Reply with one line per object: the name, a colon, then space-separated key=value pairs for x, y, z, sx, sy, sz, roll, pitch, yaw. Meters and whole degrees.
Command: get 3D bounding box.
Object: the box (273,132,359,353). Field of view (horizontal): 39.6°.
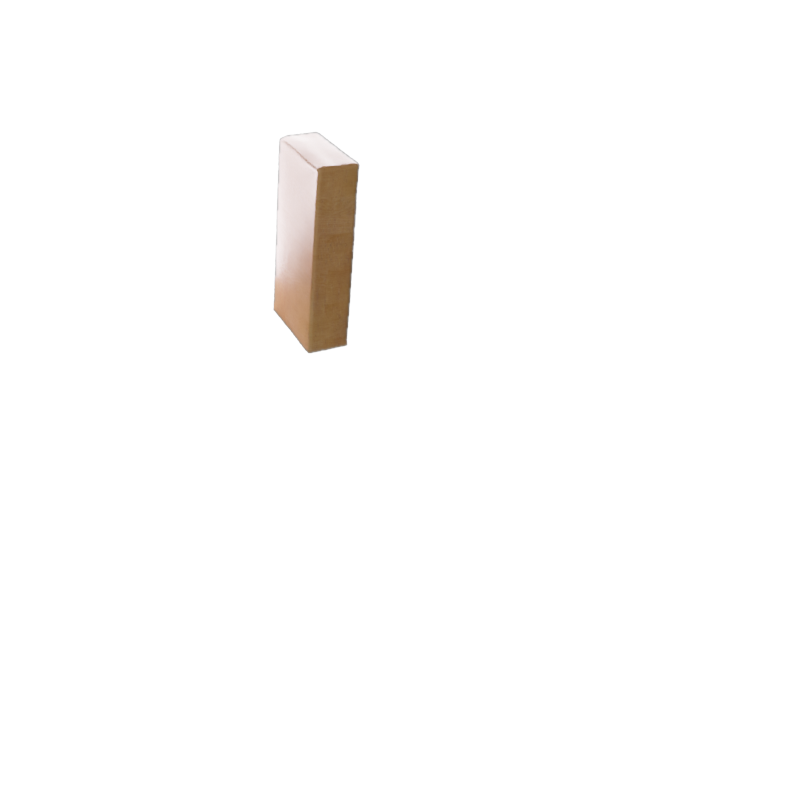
box: x=-0.078 y=-0.141 z=0.990 sx=0.047 sy=0.167 sz=0.100 roll=-10 pitch=29 yaw=-23
